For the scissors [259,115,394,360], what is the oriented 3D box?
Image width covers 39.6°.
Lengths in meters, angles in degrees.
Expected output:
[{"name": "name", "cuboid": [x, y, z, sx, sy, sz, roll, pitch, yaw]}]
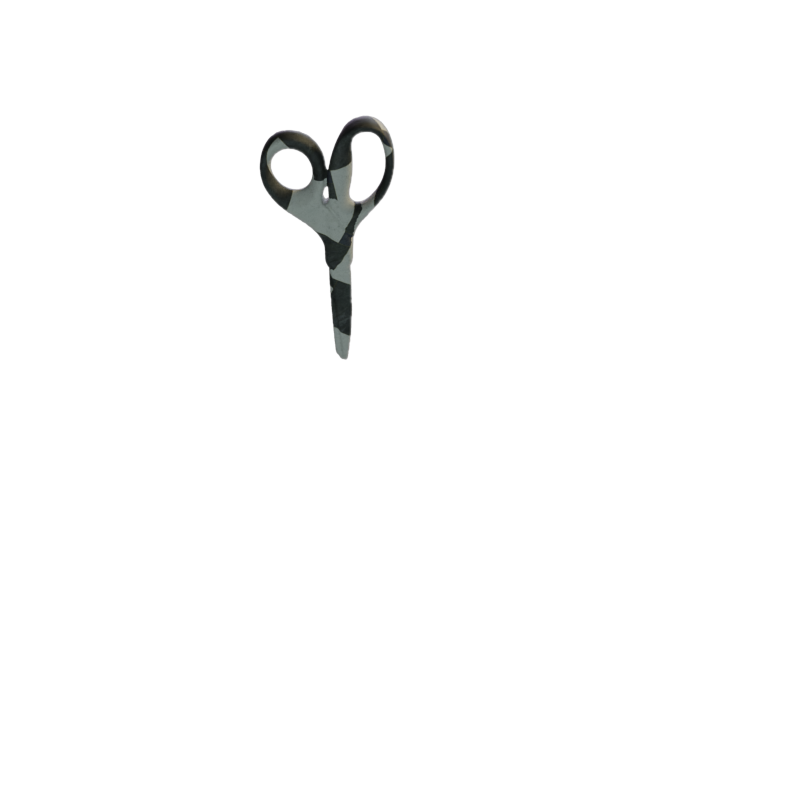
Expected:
[{"name": "scissors", "cuboid": [-0.059, -0.108, 0.756, 0.095, 0.191, 0.017, 12, 38, -10]}]
